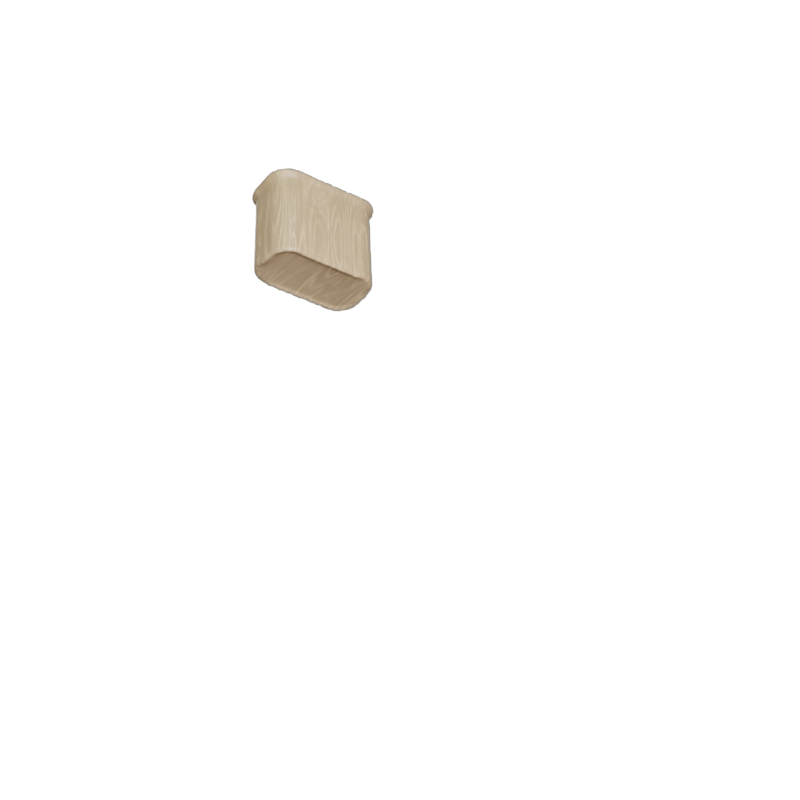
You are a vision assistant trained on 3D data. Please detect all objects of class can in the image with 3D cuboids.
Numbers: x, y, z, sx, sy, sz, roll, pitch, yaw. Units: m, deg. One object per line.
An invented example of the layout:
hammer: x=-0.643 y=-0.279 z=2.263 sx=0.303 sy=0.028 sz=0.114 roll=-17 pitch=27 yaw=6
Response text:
can: x=-0.071 y=-0.130 z=0.910 sx=0.097 sy=0.090 sz=0.056 roll=20 pitch=-41 yaw=-28
